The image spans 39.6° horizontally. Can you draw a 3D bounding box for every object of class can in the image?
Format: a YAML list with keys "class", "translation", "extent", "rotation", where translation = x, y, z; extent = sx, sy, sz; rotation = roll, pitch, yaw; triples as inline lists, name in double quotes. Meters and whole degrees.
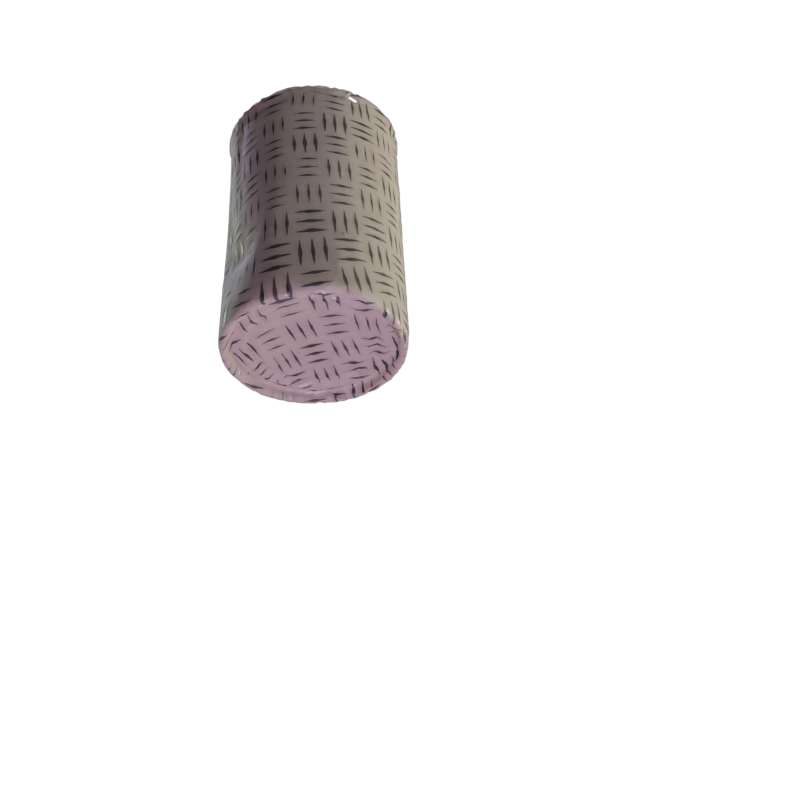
- class: "can"
  translation: [-0.032, -0.059, 0.414]
  extent: [0.068, 0.110, 0.064]
  rotation: [-1, -39, -3]
